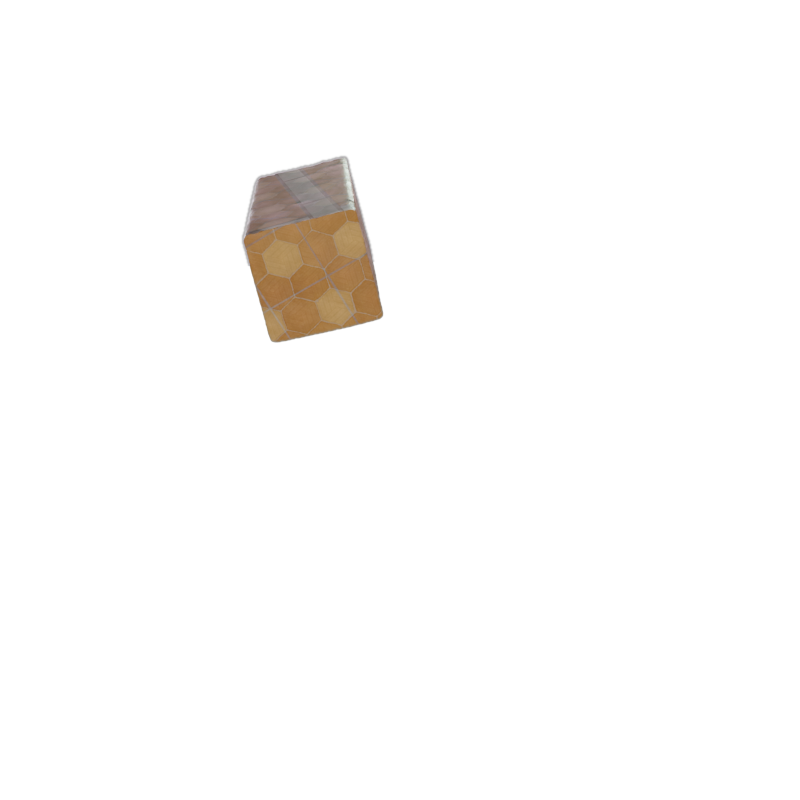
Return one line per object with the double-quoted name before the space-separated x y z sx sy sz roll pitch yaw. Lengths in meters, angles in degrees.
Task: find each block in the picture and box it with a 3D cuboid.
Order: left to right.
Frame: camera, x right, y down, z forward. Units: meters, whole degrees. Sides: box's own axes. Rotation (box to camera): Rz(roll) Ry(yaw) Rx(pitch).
"block" -0.073 -0.132 0.927 0.090 0.086 0.216 -14 22 2
